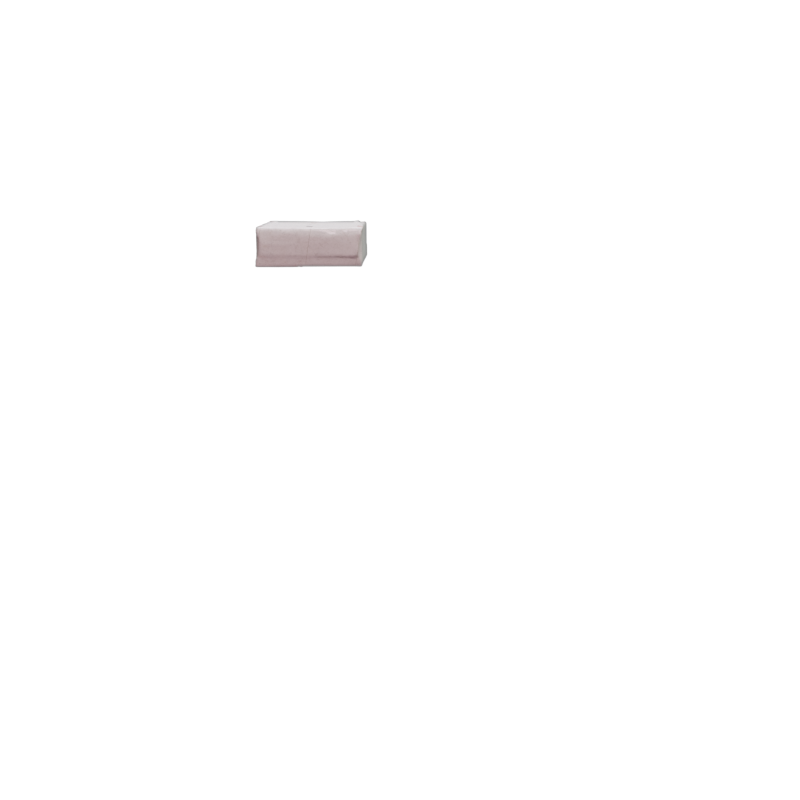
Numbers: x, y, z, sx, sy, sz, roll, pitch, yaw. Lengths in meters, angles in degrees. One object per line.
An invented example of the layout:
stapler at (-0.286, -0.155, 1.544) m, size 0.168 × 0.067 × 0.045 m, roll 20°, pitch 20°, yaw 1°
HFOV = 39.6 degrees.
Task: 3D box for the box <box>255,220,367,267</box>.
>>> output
box at (-0.061, -0.112, 0.784) m, size 0.073 × 0.030 × 0.090 m, roll 0°, pitch 11°, yaw 2°
